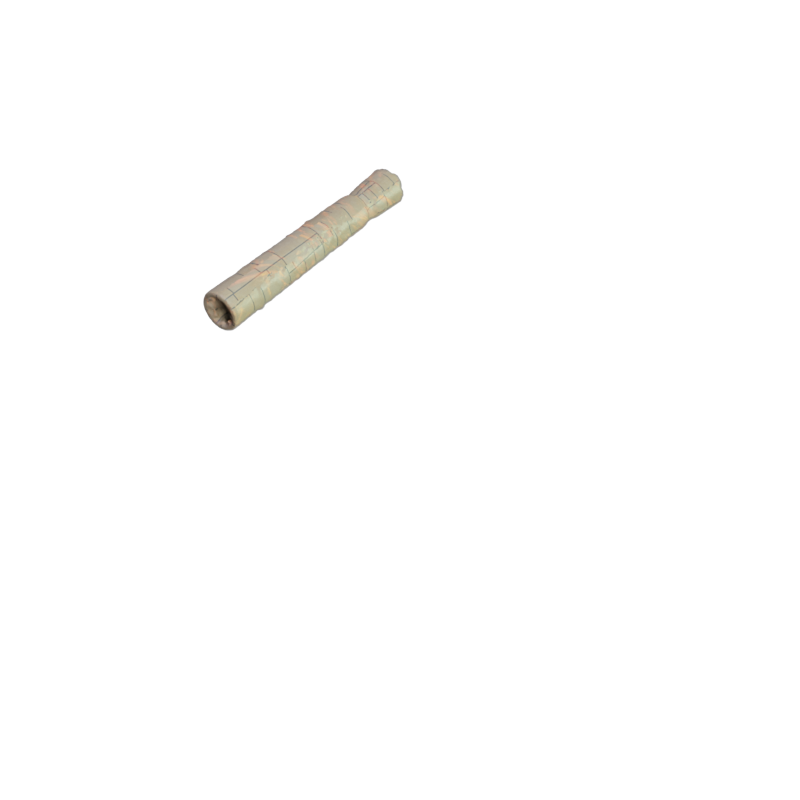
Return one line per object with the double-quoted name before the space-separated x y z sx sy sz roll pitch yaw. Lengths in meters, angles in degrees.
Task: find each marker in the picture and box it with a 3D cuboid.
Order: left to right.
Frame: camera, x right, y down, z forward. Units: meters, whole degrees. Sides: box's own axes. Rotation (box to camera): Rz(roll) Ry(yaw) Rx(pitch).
"marker" -0.038 -0.070 0.488 0.021 0.019 0.123 3 35 43
